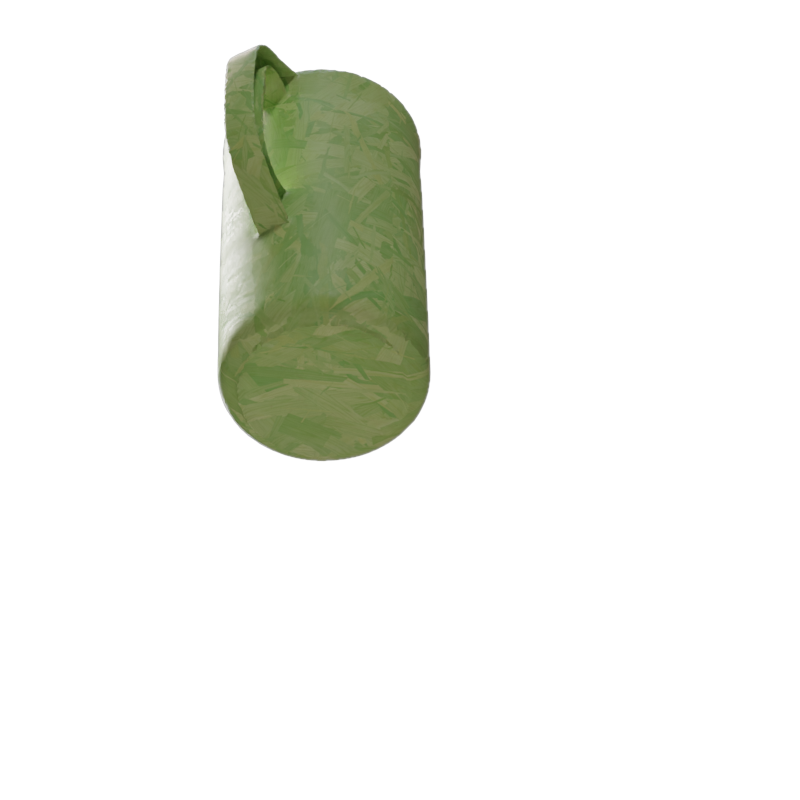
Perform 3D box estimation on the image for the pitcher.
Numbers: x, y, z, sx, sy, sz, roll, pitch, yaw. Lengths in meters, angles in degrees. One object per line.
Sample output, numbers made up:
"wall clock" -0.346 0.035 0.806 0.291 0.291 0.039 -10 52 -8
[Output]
"pitcher" -0.051 -0.092 0.646 0.146 0.138 0.260 15 36 -14
